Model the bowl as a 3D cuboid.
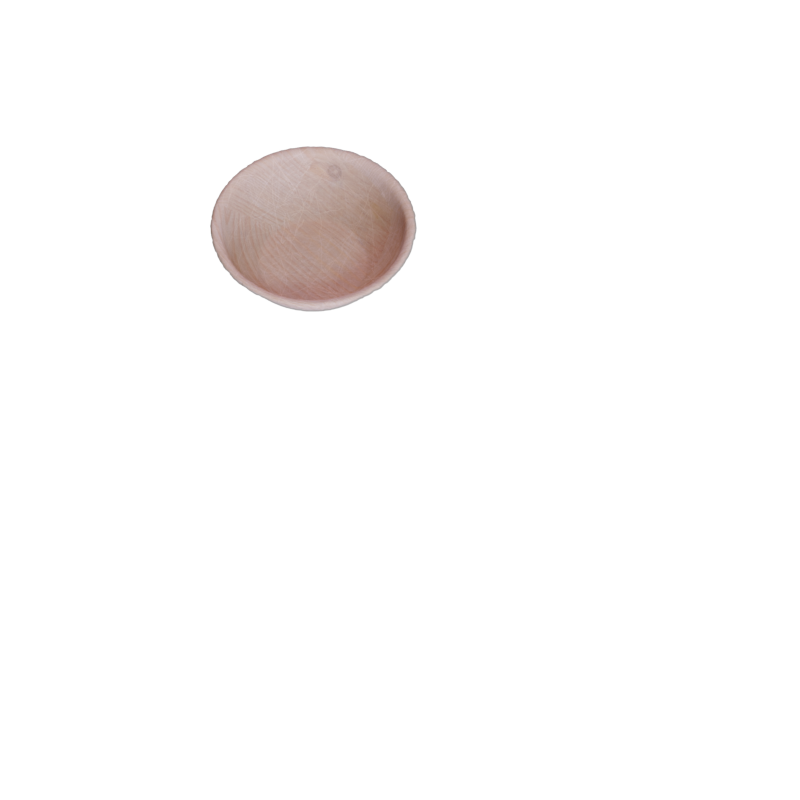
[{"bbox_3d":[-0.070,-0.127,0.890,0.162,0.173,0.051,-1,-34,-1],"label":"bowl"}]
